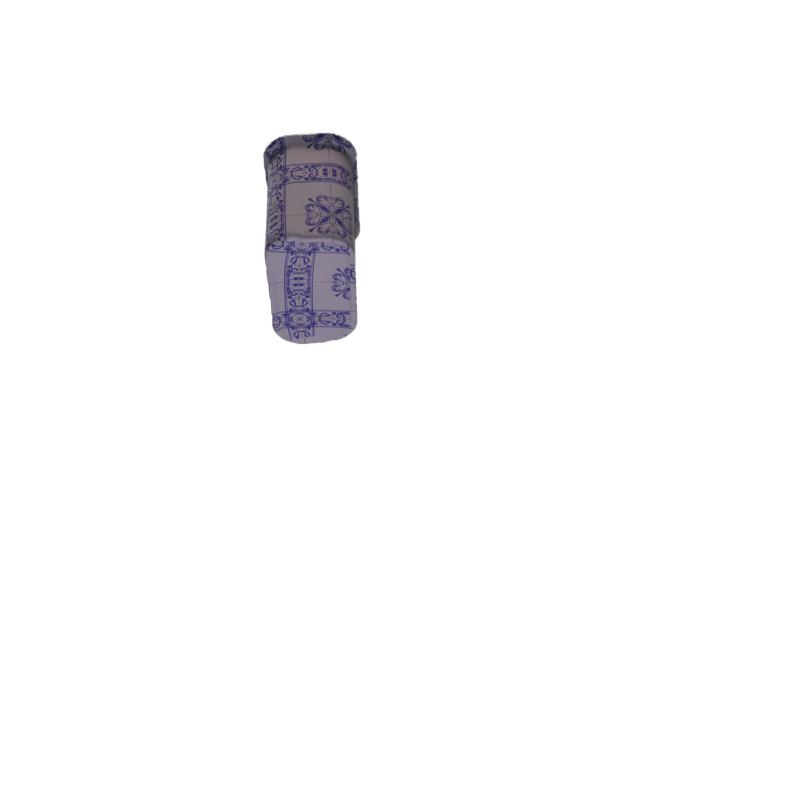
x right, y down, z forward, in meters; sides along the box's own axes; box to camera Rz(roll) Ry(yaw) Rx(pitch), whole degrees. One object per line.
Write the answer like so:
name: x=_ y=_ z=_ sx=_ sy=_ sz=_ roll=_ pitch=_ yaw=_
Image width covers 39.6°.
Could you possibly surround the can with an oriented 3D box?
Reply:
can: x=-0.053 y=-0.096 z=0.671 sx=0.057 sy=0.090 sz=0.095 roll=-2 pitch=-38 yaw=-1
